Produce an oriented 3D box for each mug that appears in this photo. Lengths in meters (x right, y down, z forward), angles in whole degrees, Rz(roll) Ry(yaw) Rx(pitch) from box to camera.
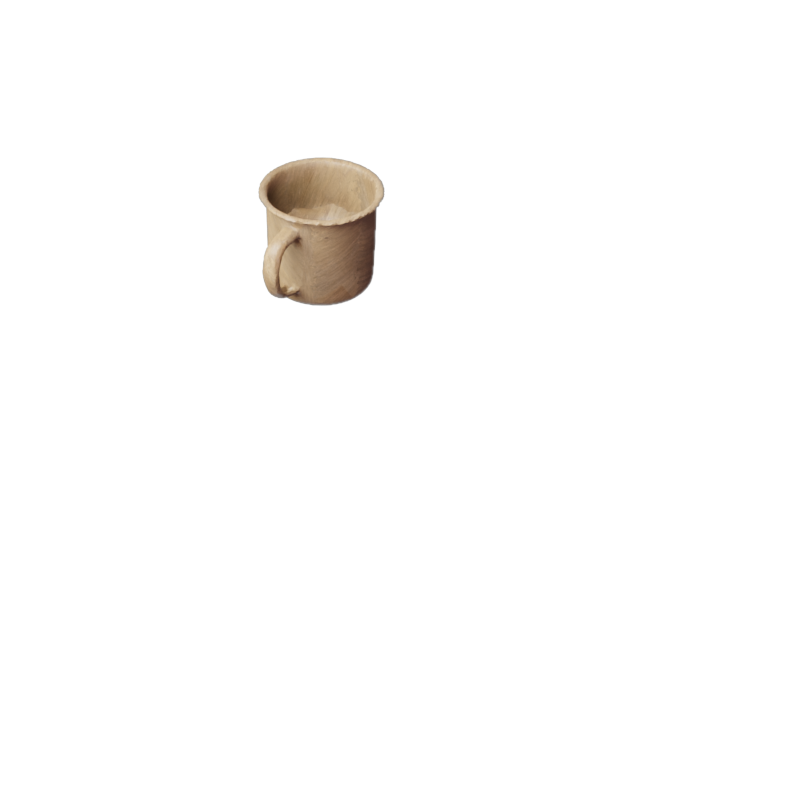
[{"bbox_3d":[-0.065,-0.119,0.831,0.097,0.076,0.120,19,42,20],"label":"mug"}]
